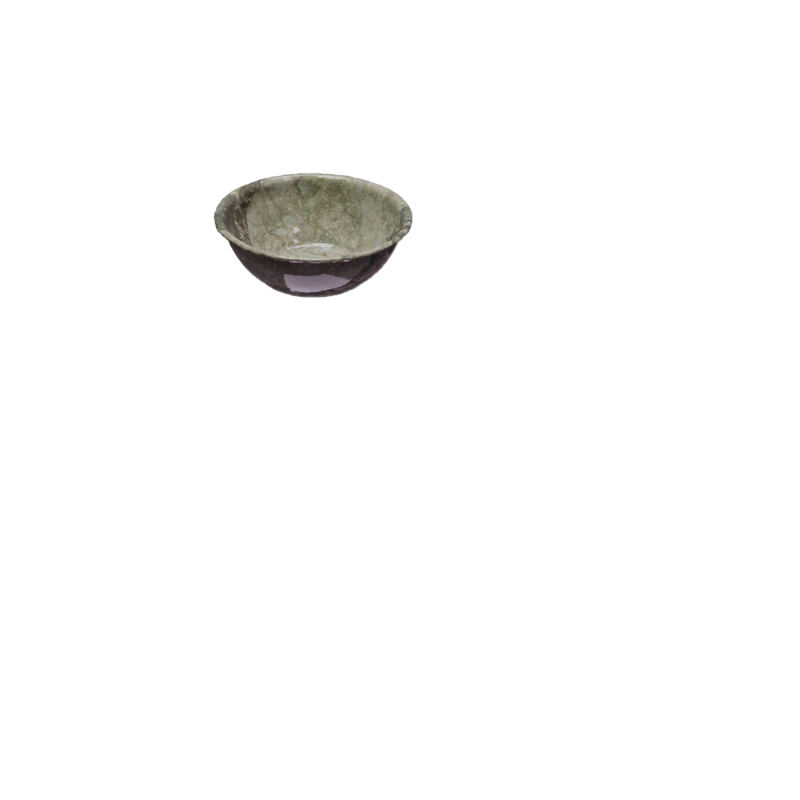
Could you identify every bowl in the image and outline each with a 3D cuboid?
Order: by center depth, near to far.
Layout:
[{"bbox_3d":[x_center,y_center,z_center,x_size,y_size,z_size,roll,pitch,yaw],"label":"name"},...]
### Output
[{"bbox_3d":[-0.071,-0.130,0.909,0.162,0.052,0.173,-1,33,-2],"label":"bowl"}]
